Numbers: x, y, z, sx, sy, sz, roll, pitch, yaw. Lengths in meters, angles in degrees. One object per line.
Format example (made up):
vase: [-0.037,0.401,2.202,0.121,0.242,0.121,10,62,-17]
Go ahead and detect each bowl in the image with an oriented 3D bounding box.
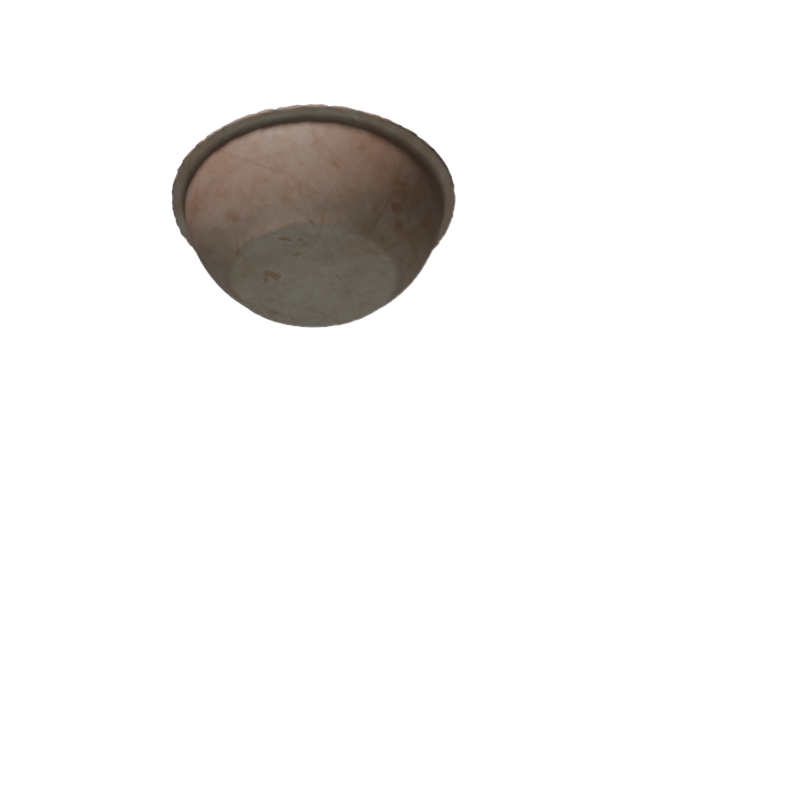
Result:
bowl: [-0.048,-0.088,0.615,0.162,0.059,0.151,1,-34,-2]
